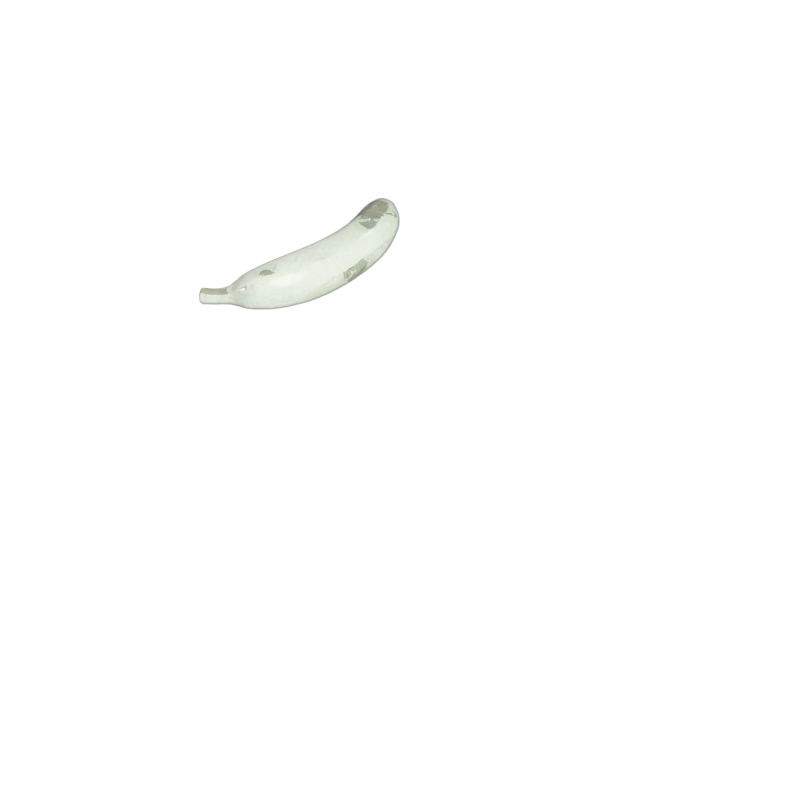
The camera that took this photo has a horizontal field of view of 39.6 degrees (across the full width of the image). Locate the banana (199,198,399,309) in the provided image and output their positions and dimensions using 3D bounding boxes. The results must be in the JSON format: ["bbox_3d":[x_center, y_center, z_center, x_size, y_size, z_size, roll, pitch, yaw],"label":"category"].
[{"bbox_3d":[-0.054,-0.110,0.821,0.074,0.034,0.197,26,42,34],"label":"banana"}]
